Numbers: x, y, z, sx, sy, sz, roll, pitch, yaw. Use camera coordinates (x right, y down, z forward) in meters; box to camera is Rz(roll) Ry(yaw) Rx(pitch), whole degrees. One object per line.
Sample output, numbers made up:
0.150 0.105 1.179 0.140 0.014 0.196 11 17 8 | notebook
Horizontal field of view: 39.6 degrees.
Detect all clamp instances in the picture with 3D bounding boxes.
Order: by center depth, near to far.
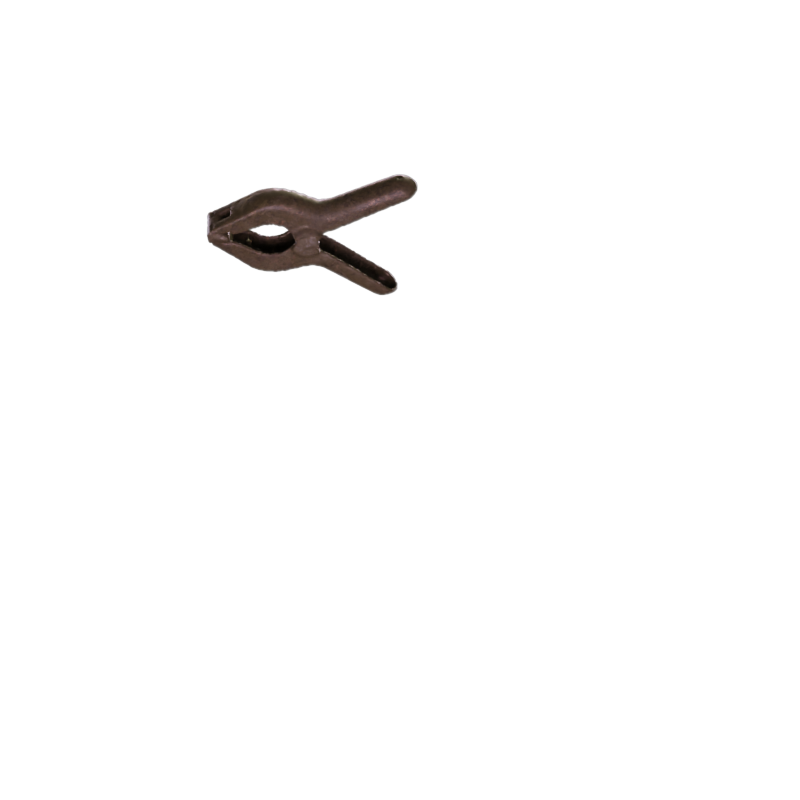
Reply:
-0.072 -0.131 0.915 0.172 0.112 0.042 -2 37 1 | clamp
